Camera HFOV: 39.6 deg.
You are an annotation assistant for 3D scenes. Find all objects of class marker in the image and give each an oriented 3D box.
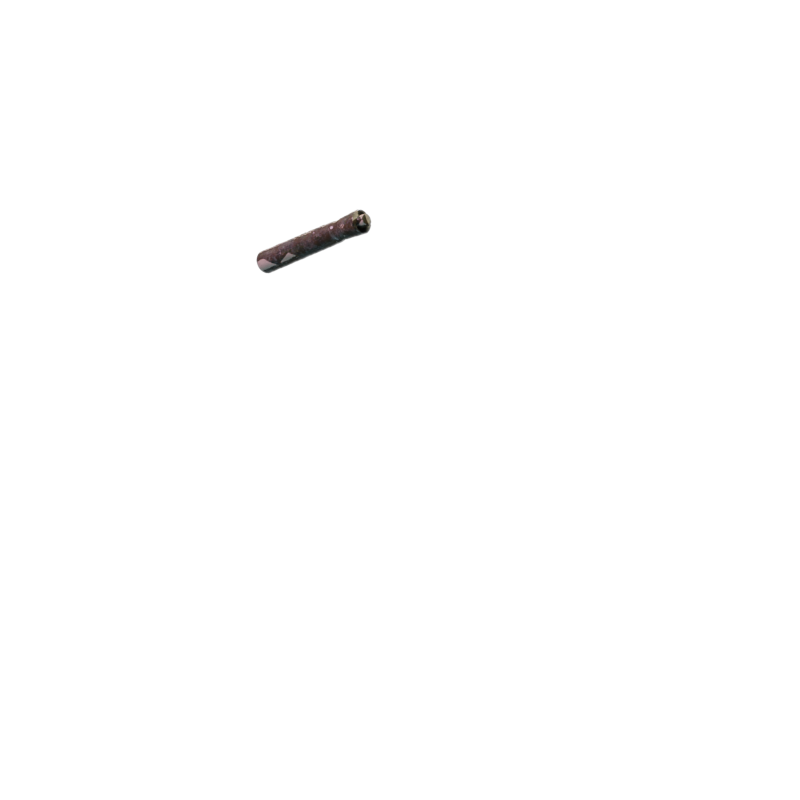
[{"bbox_3d":[-0.067,-0.122,0.851,0.019,0.020,0.123,-4,-7,-45],"label":"marker"}]
